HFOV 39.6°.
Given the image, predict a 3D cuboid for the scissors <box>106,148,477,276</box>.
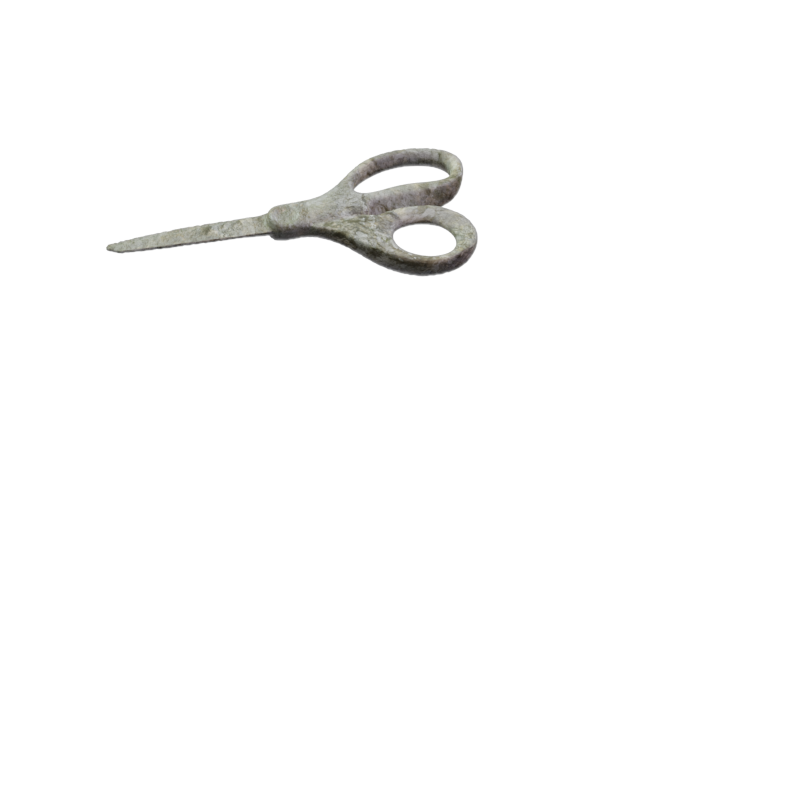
[{"bbox_3d":[-0.047,-0.085,0.595,0.200,0.104,0.015,-24,-35,-18],"label":"scissors"}]
